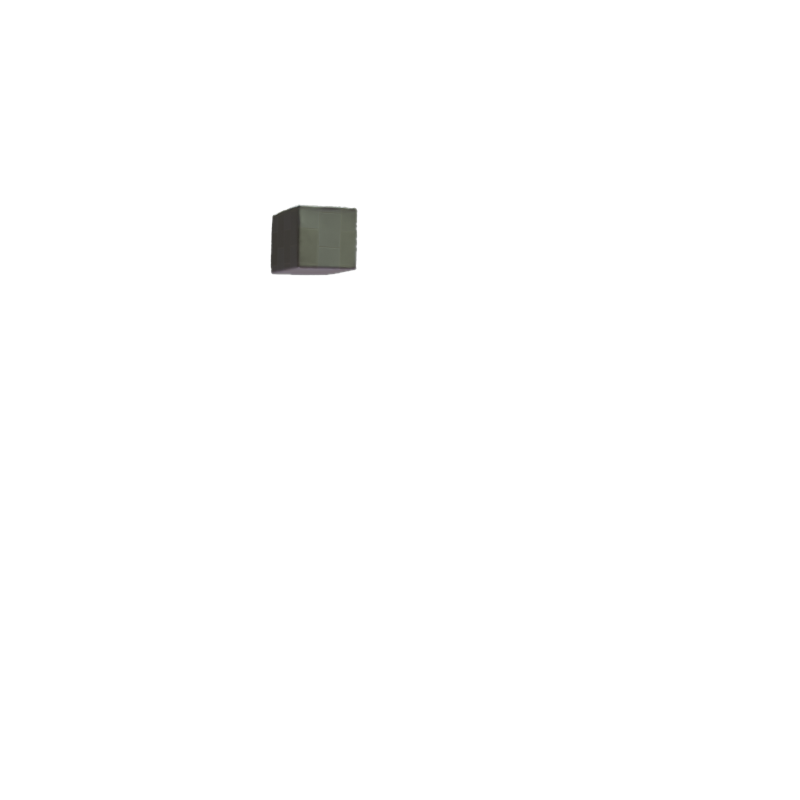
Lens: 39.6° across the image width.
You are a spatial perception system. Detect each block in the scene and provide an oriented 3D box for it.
[{"bbox_3d":[-0.072,-0.132,0.922,0.051,0.052,0.080,0,0,-22],"label":"block"}]
